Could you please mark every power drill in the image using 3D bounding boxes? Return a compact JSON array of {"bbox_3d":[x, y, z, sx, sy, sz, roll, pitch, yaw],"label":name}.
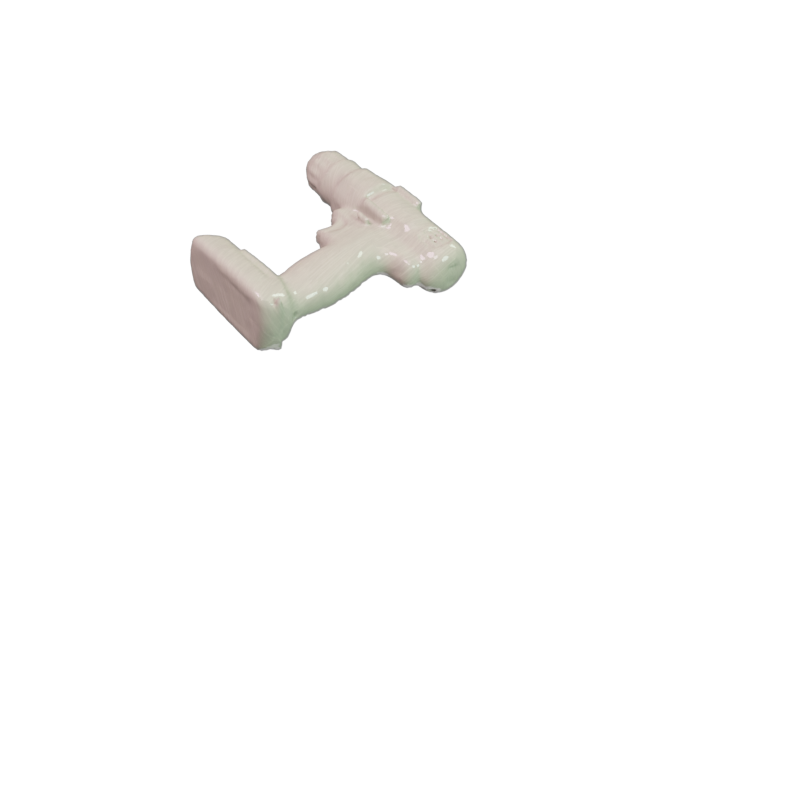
[{"bbox_3d":[-0.069,-0.126,0.882,0.187,0.053,0.198,-27,49,-27],"label":"power drill"}]
